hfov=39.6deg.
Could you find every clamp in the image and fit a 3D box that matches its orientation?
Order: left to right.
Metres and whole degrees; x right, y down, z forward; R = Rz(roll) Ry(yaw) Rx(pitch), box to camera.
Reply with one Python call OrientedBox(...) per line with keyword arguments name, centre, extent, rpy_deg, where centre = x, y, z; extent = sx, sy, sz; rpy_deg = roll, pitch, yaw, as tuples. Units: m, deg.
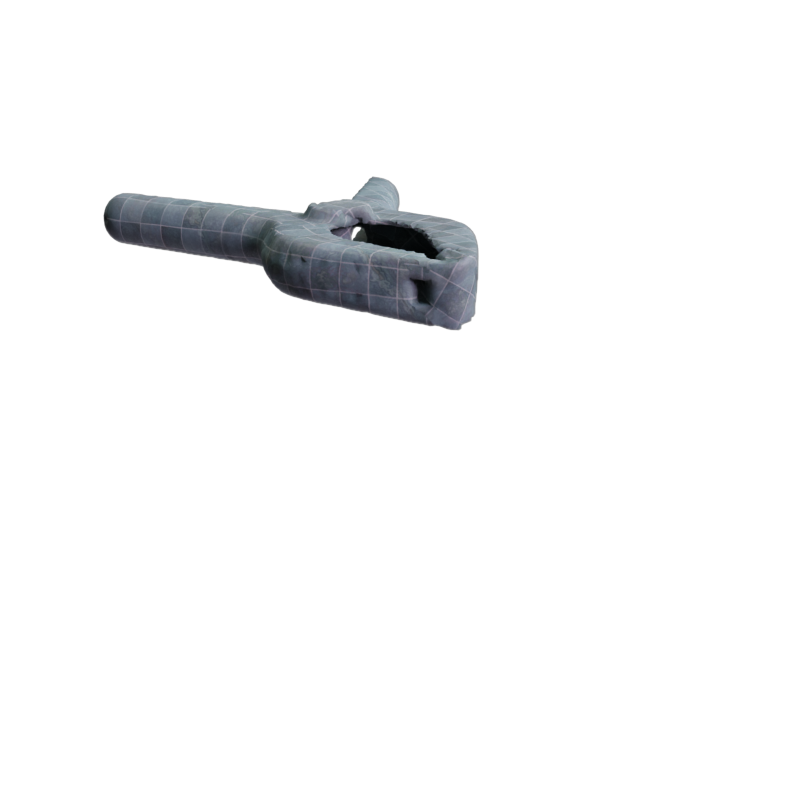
OrientedBox(name="clamp", centre=(-0.040, -0.072, 0.505), extent=(0.161, 0.035, 0.223), rpy_deg=(-8, 22, -21))
